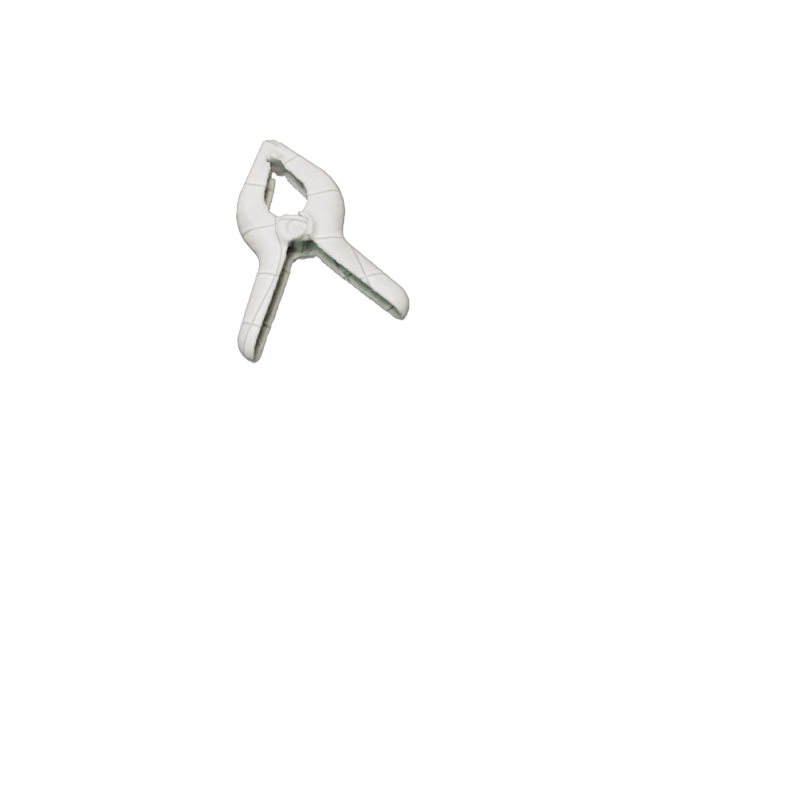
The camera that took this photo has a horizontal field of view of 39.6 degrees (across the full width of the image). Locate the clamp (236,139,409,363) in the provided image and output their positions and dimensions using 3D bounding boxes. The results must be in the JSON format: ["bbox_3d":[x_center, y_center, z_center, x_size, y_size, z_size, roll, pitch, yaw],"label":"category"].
[{"bbox_3d":[-0.062,-0.113,0.794,0.120,0.182,0.037,-7,-25,-4],"label":"clamp"}]
